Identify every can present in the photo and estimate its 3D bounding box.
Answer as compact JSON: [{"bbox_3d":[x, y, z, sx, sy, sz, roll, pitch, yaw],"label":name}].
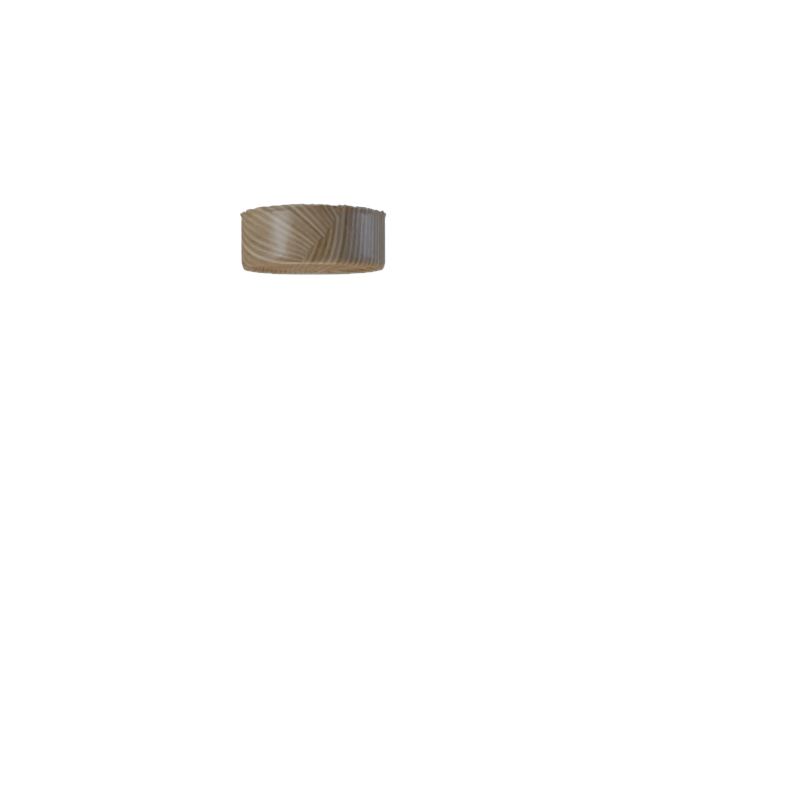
[{"bbox_3d":[-0.051,-0.093,0.651,0.086,0.034,0.086,0,1,-2],"label":"can"}]
